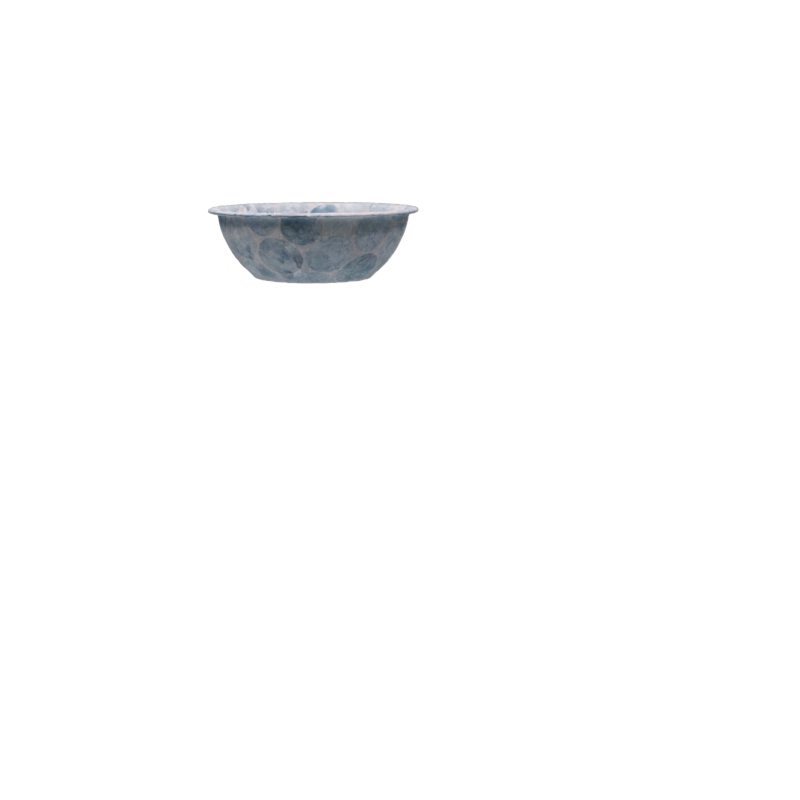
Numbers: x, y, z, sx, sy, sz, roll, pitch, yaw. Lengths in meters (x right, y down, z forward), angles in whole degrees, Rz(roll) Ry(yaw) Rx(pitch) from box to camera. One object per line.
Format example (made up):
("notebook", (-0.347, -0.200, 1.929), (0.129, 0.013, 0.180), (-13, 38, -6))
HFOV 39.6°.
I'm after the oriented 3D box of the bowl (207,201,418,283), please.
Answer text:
("bowl", (-0.067, -0.122, 0.854), (0.162, 0.054, 0.166), (0, 12, -2))
